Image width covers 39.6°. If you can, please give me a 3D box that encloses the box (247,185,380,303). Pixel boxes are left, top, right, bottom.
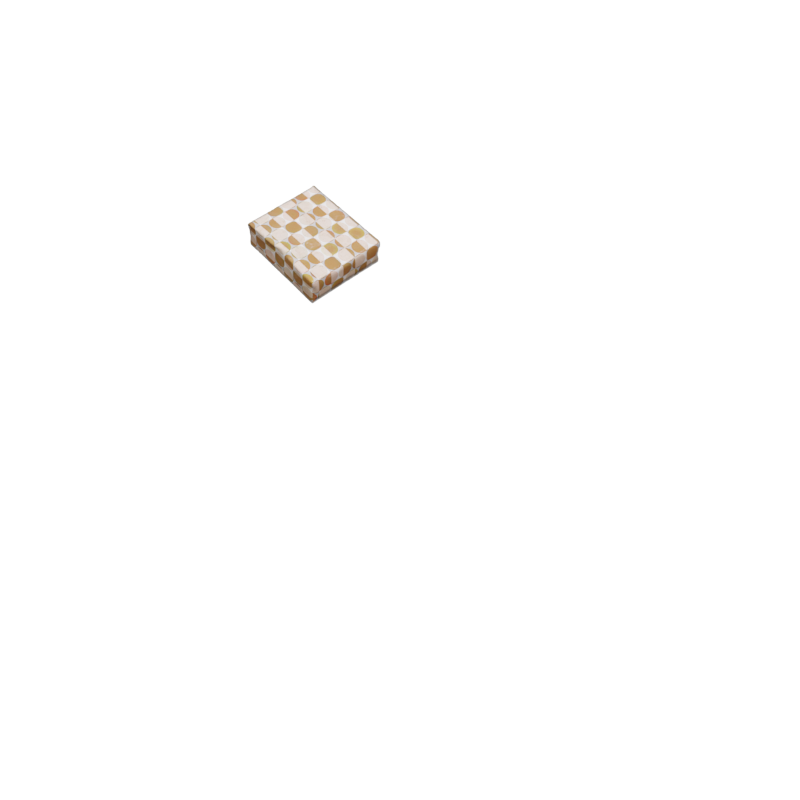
[{"bbox_3d":[-0.073,-0.133,0.934,0.073,0.028,0.095,-33,59,-24],"label":"box"}]
